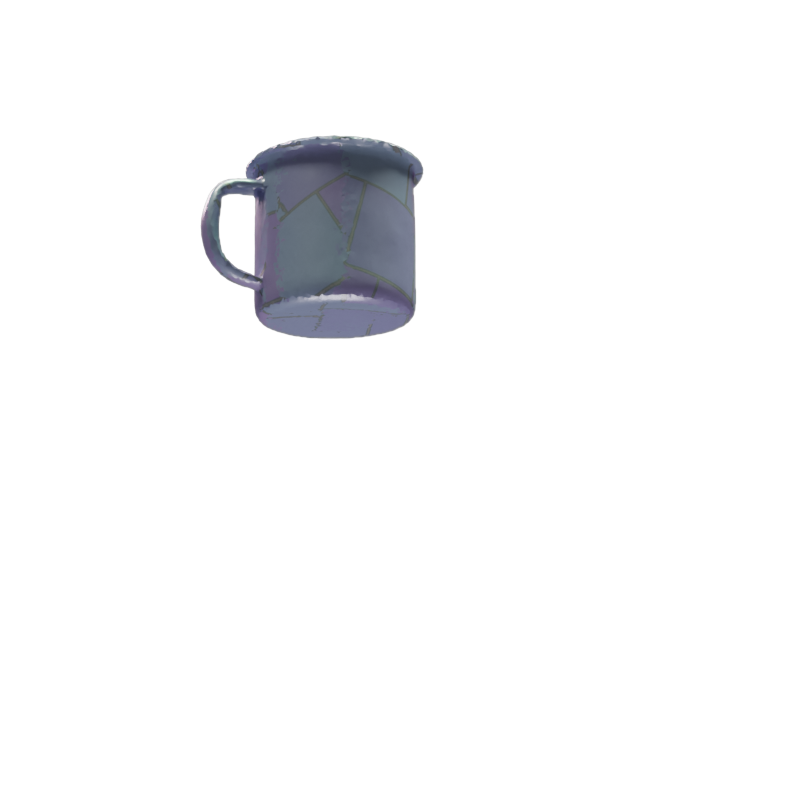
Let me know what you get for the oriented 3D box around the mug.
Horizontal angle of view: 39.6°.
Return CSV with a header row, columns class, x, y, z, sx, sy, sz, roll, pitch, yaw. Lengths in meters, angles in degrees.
class,x,y,z,sx,sy,sz,roll,pitch,yaw
mug,-0.044,-0.080,0.563,0.113,0.085,0.093,6,-16,-25
